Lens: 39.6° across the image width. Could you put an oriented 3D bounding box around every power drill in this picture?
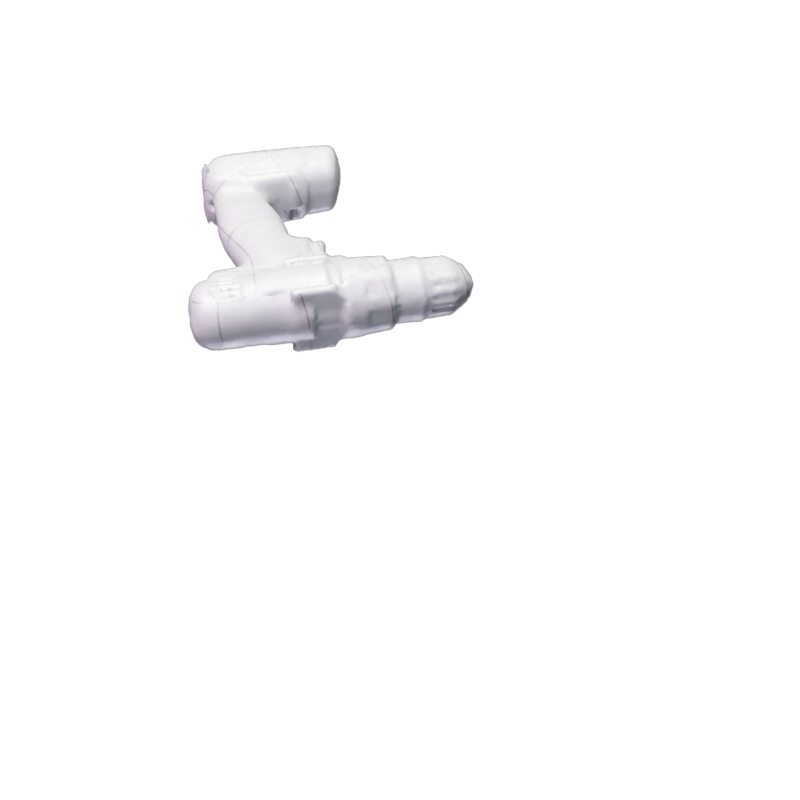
[{"bbox_3d":[-0.060,-0.110,0.768,0.182,0.054,0.202,-7,38,-10],"label":"power drill"}]
